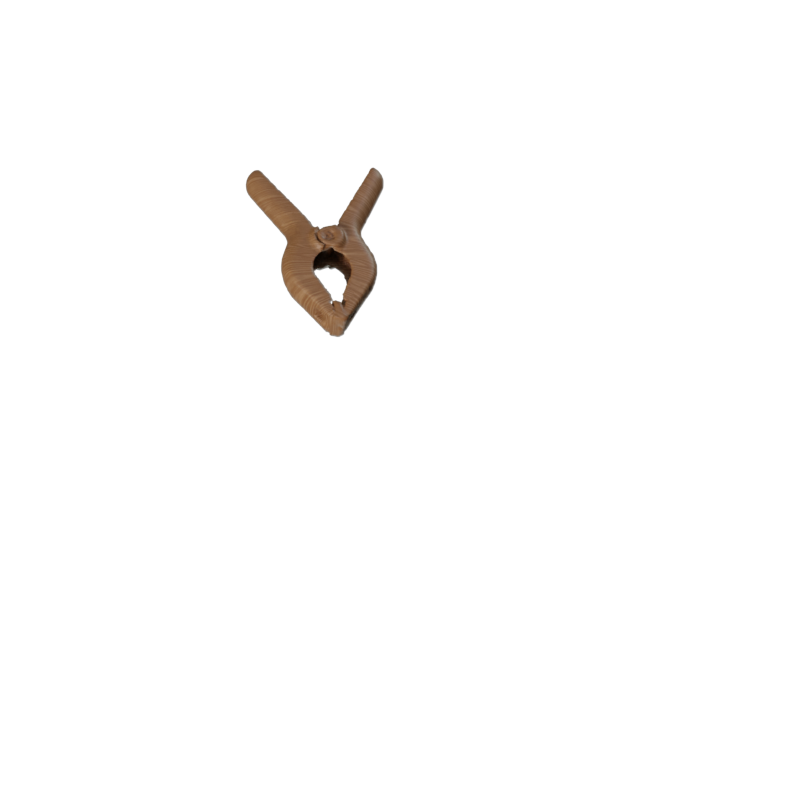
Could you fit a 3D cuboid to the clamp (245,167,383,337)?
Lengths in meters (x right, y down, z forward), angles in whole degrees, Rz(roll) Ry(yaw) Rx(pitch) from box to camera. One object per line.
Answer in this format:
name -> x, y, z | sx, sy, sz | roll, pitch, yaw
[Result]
clamp -> -0.073, -0.133, 0.929 | 0.120, 0.184, 0.037 | 0, -38, -1
